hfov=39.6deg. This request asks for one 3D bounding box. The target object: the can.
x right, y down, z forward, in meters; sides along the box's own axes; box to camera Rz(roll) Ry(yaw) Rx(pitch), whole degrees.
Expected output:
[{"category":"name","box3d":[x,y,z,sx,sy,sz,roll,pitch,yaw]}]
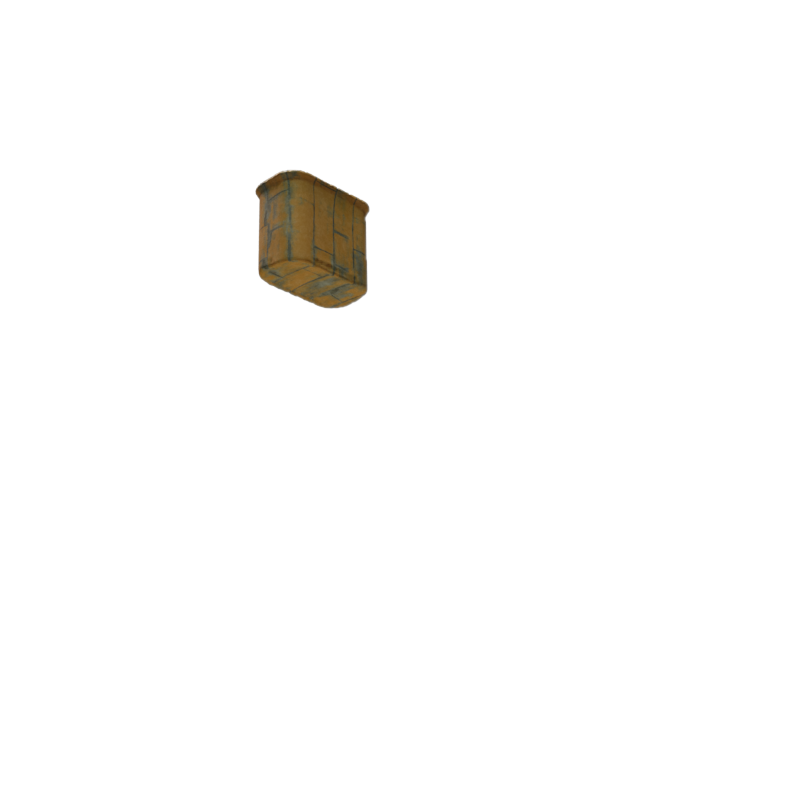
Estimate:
[{"category":"can","box3d":[-0.073,-0.133,0.931,0.096,0.089,0.058,22,-35,-40]}]
